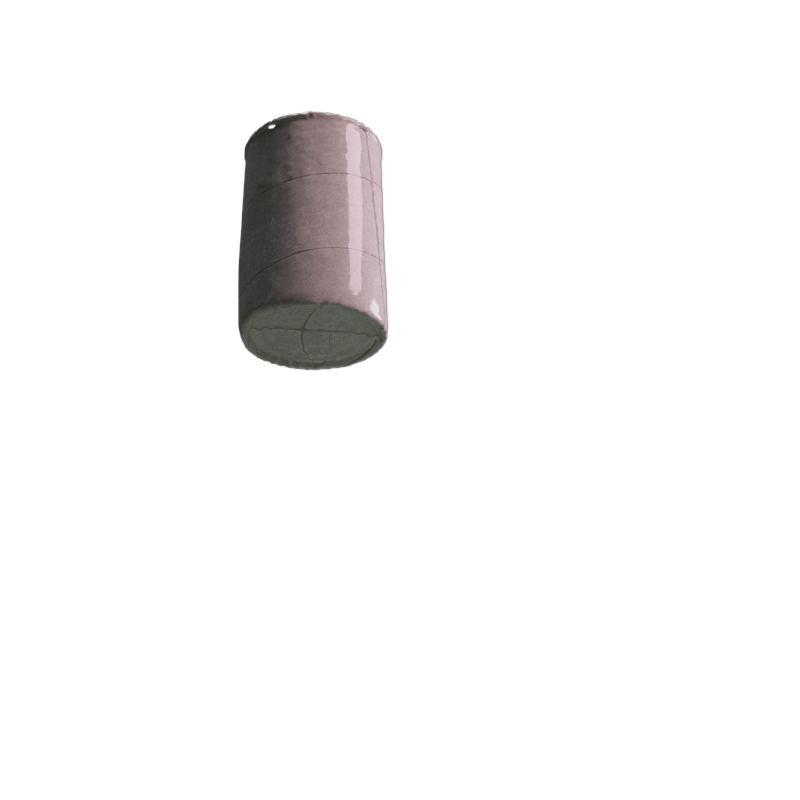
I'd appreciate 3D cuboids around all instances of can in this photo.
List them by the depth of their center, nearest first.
[{"bbox_3d":[-0.040,-0.074,0.517,0.068,0.109,0.064,0,-29,-2],"label":"can"}]
